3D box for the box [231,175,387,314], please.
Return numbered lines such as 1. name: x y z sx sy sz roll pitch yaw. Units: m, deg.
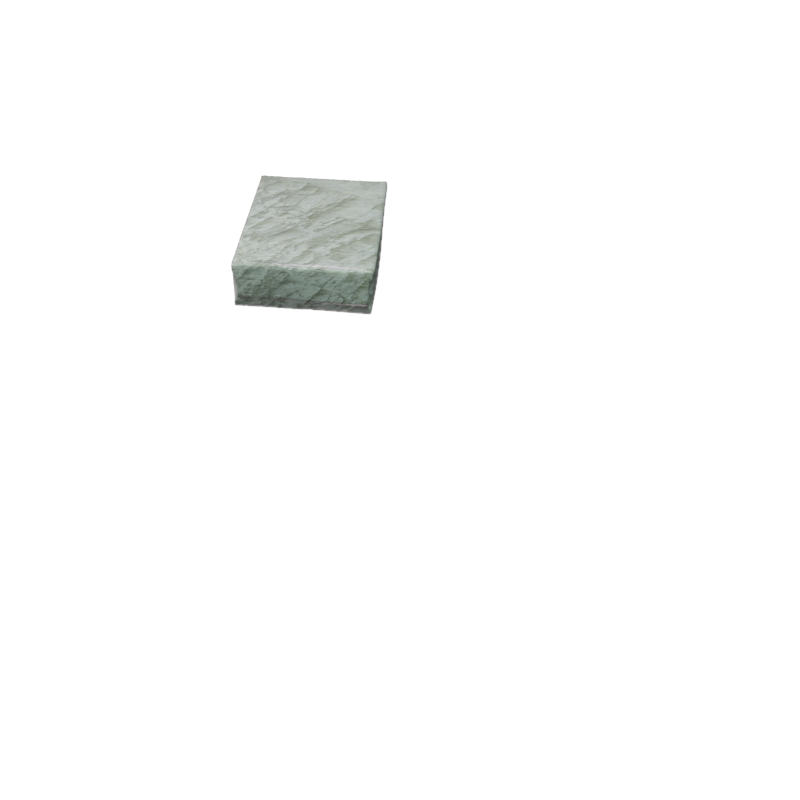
1. box: -0.057 -0.105 0.736 0.090 0.036 0.120 3 37 4
